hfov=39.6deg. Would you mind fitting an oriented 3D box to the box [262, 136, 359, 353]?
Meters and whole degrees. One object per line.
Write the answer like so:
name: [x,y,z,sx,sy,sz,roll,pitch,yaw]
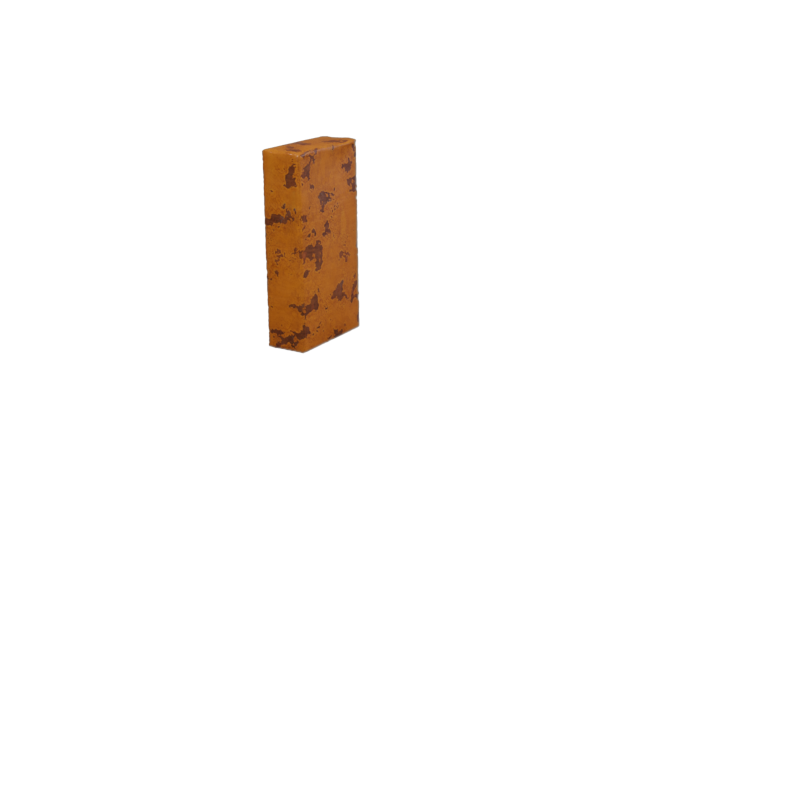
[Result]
box: [-0.077,-0.140,0.980,0.050,0.170,0.093,11,20,30]
